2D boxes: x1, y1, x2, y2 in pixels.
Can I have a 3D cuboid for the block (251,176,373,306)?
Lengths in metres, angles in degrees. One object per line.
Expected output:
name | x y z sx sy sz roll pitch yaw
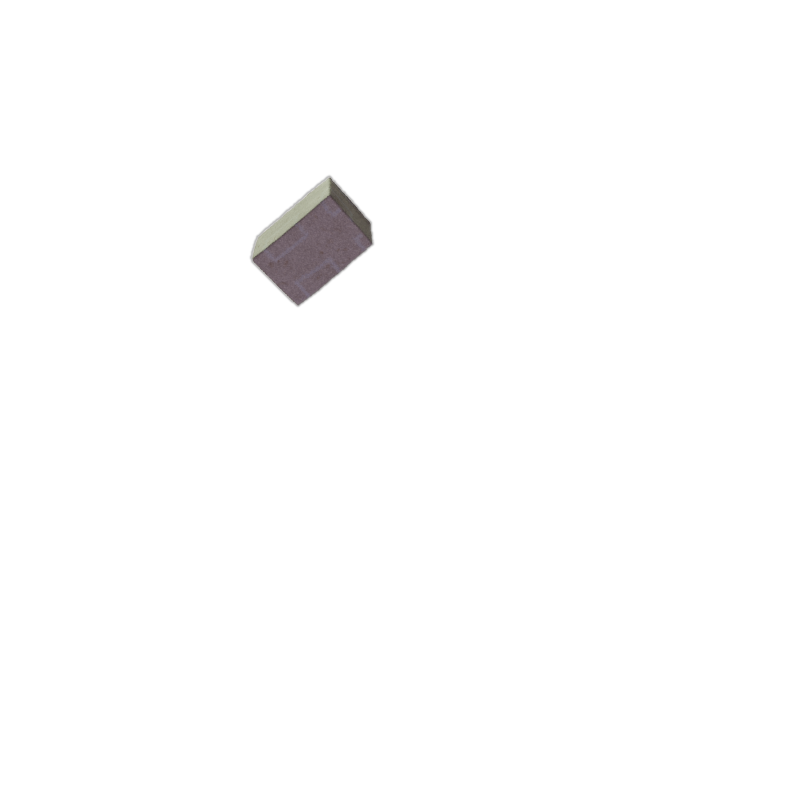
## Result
block | -0.066 -0.120 0.839 0.077 0.051 0.054 -38 19 12
